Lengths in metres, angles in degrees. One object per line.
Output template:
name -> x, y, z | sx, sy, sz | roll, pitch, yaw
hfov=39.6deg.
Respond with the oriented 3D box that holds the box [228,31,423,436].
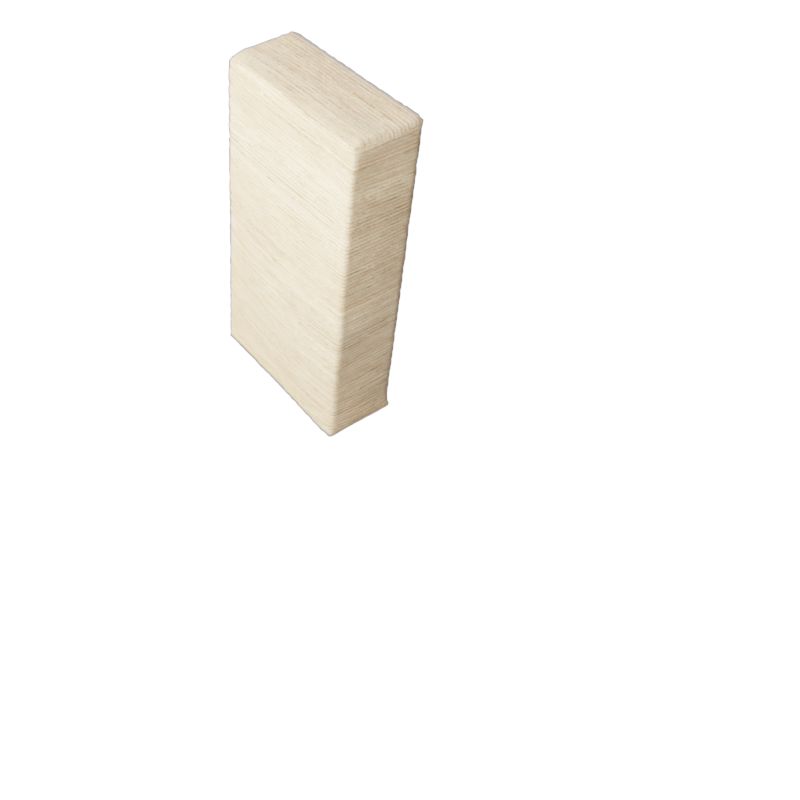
box -> -0.042, -0.076, 0.529 | 0.048, 0.164, 0.100 | -27, 52, -28
